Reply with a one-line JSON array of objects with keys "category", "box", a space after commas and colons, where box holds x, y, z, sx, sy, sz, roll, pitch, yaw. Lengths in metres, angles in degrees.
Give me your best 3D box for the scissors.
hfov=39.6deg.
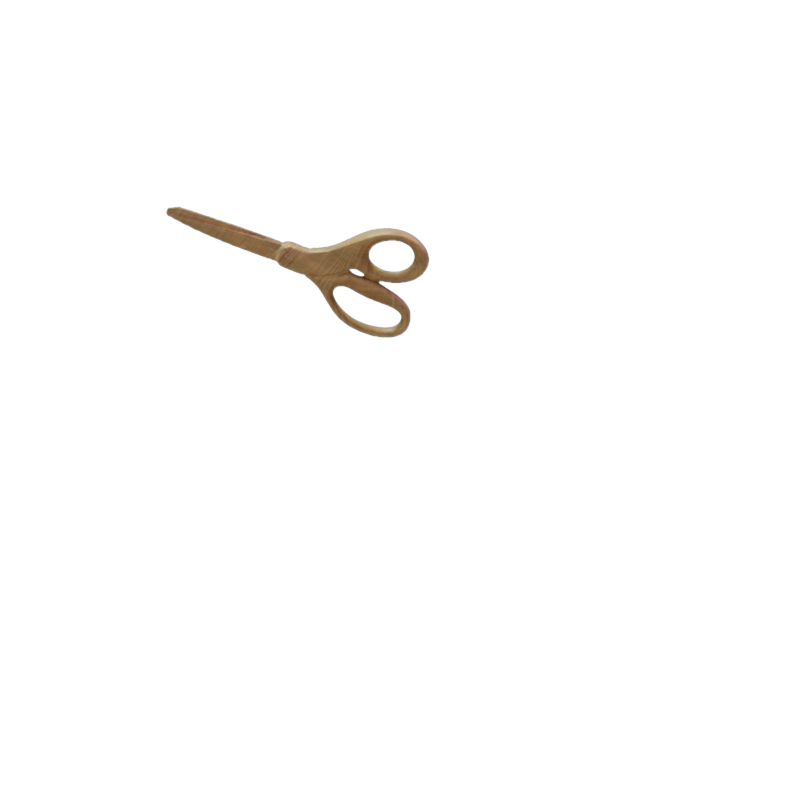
[{"category": "scissors", "box": [-0.065, -0.118, 0.825, 0.195, 0.094, 0.017, 35, 21, -15]}]
